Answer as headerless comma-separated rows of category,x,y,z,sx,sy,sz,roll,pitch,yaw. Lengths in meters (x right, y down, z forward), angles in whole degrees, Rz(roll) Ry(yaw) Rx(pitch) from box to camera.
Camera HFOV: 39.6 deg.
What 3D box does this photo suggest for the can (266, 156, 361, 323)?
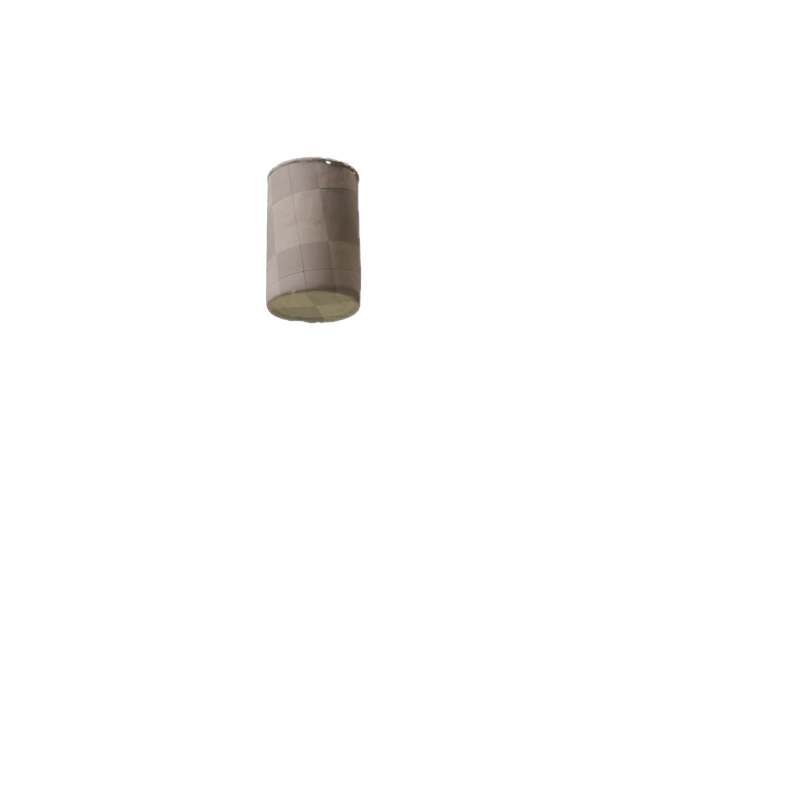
can,-0.062,-0.113,0.793,0.068,0.107,0.065,0,-21,-2
